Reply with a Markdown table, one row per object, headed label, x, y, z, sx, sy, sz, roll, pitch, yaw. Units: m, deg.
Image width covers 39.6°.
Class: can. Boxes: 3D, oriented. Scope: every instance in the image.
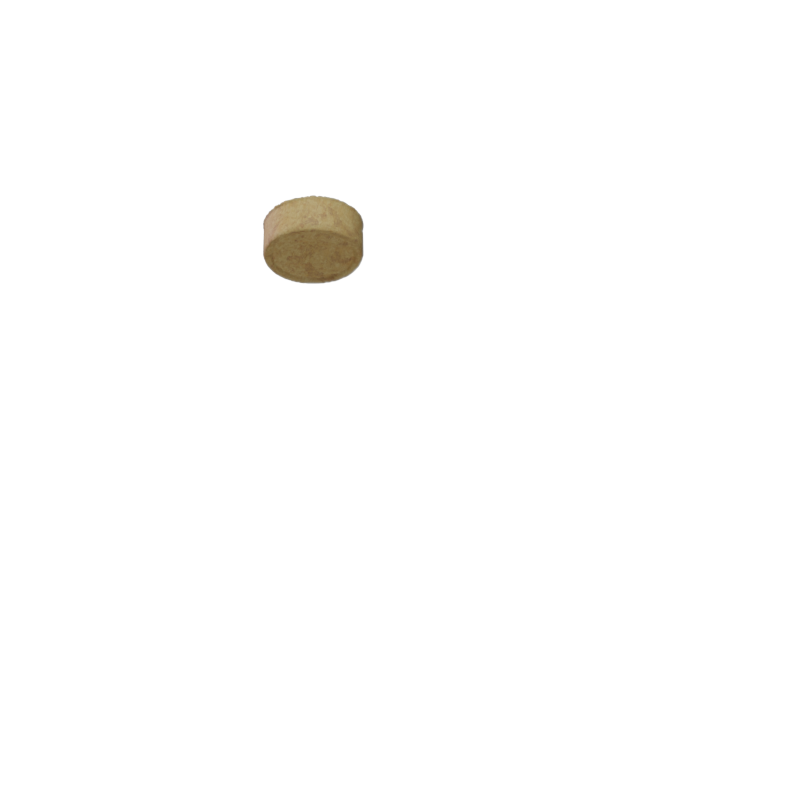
| label | x | y | z | sx | sy | sz | roll | pitch | yaw |
| --- | --- | --- | --- | --- | --- | --- | --- | --- | --- |
| can | -0.073 | -0.134 | 0.937 | 0.086 | 0.036 | 0.081 | 1 | -30 | -2 |
